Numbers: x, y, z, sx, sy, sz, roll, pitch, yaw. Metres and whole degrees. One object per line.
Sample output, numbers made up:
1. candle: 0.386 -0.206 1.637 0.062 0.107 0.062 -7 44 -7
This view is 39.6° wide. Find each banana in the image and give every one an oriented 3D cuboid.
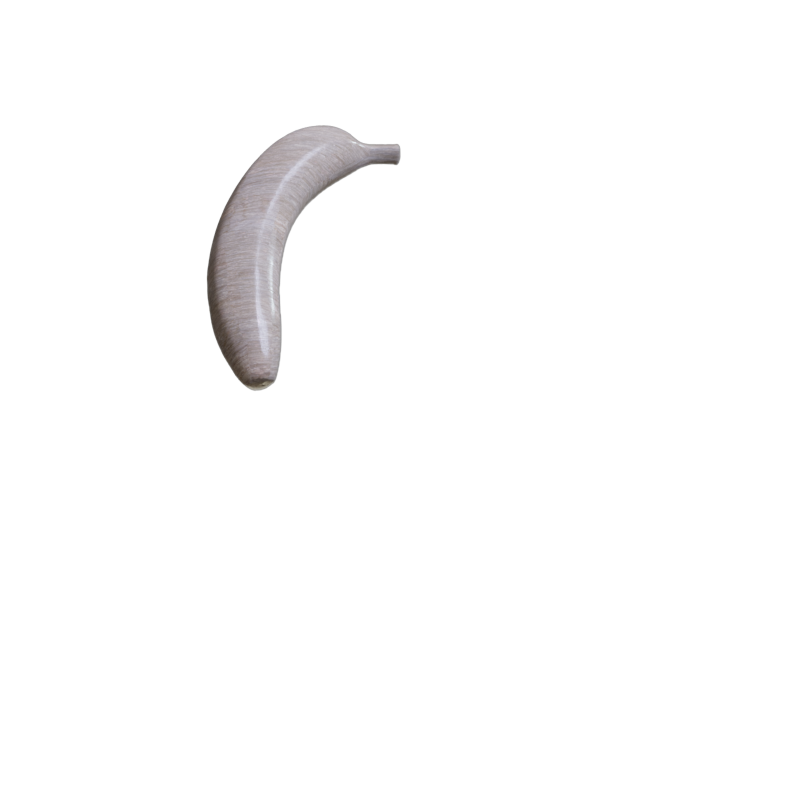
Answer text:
1. banana: -0.061 -0.090 0.581 0.071 0.207 0.034 15 -40 12
